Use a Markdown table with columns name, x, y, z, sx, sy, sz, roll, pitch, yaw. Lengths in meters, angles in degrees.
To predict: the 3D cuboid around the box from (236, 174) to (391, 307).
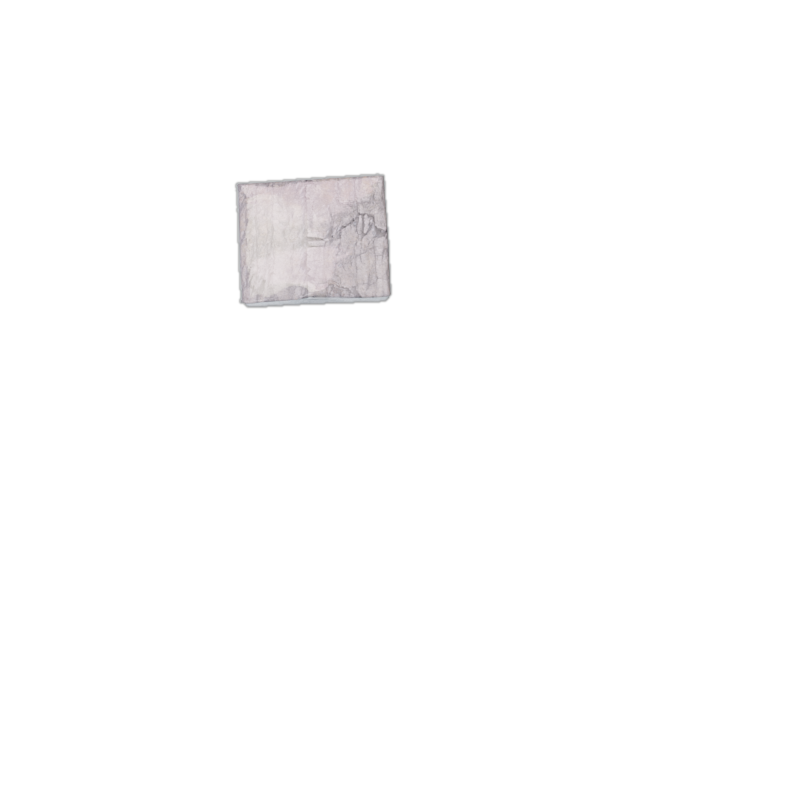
| name | x | y | z | sx | sy | sz | roll | pitch | yaw |
| --- | --- | --- | --- | --- | --- | --- | --- | --- | --- |
| box | -0.052 | -0.094 | 0.661 | 0.089 | 0.075 | 0.030 | -3 | -8 | -1 |
